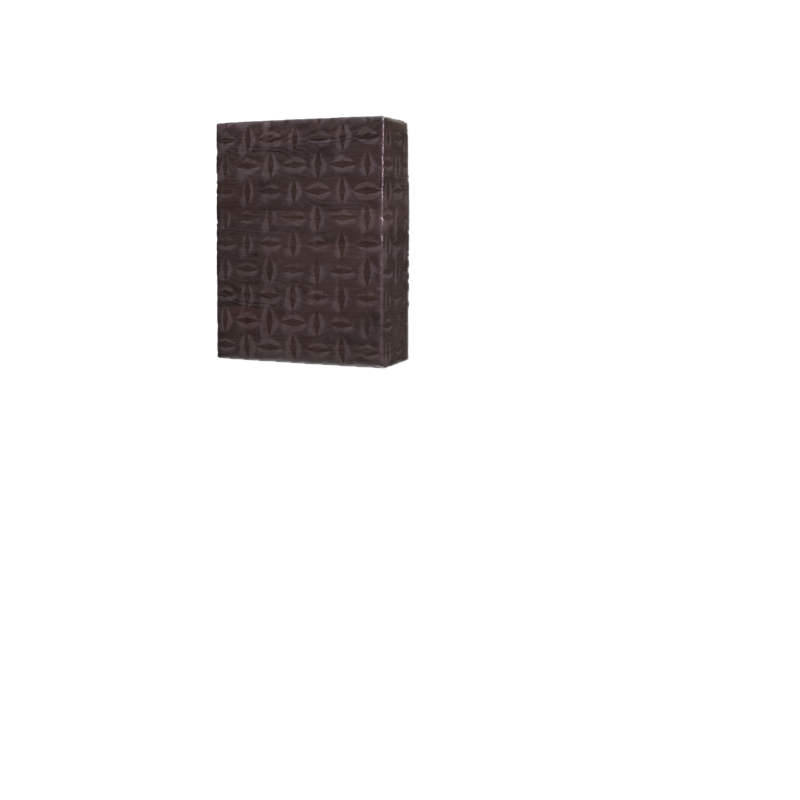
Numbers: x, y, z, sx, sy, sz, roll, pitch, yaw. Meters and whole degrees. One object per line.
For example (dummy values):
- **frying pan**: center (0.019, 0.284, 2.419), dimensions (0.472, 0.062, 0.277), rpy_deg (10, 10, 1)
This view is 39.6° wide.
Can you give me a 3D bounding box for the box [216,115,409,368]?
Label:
- **box**: center (-0.077, -0.141, 0.989), dimensions (0.169, 0.213, 0.070), rpy_deg (2, 2, 23)
